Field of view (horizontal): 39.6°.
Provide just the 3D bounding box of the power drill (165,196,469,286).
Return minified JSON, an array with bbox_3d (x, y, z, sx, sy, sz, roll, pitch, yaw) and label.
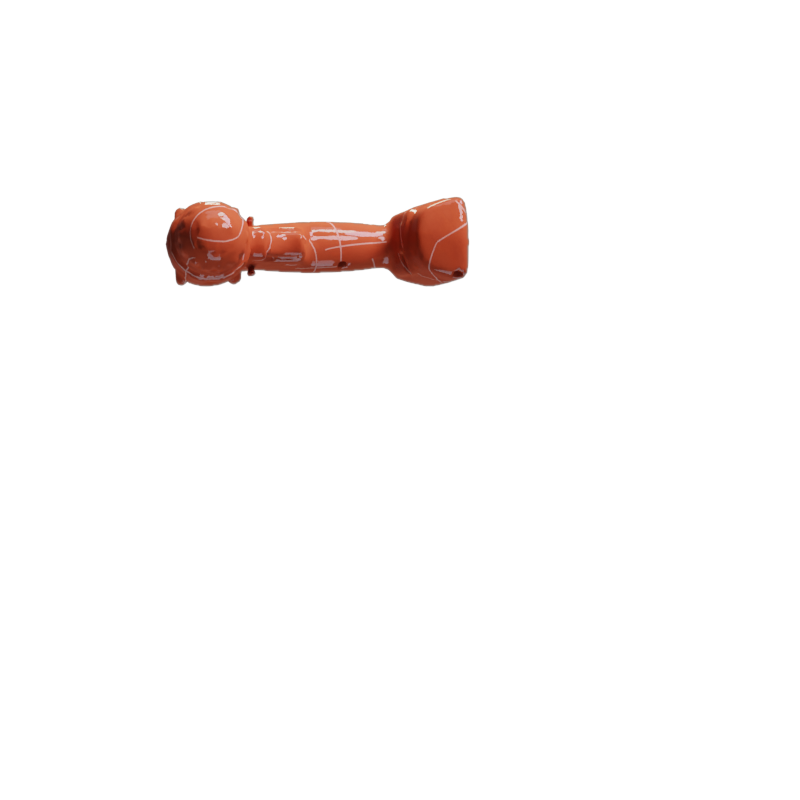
[{"bbox_3d":[-0.056,-0.101,0.711,0.185,0.057,0.187,-1,5,-10],"label":"power drill"}]
